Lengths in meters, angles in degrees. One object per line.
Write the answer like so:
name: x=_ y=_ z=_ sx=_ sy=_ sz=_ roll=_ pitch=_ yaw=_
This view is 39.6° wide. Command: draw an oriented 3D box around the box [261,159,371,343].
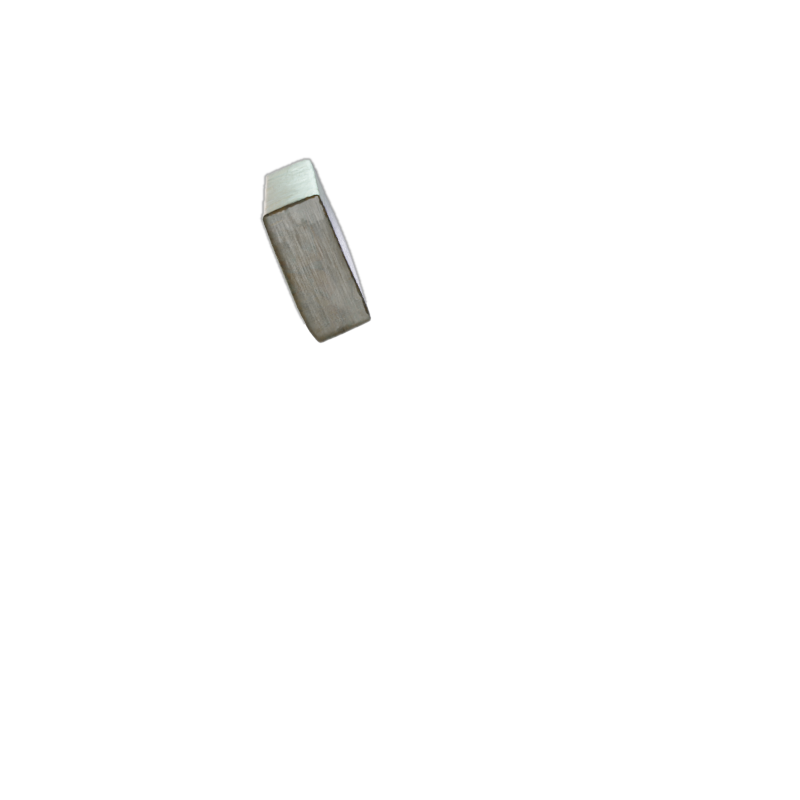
box: x=-0.061 y=-0.112 z=0.785 sx=0.048 sy=0.090 sz=0.184 roll=-21 pitch=19 yaw=4
